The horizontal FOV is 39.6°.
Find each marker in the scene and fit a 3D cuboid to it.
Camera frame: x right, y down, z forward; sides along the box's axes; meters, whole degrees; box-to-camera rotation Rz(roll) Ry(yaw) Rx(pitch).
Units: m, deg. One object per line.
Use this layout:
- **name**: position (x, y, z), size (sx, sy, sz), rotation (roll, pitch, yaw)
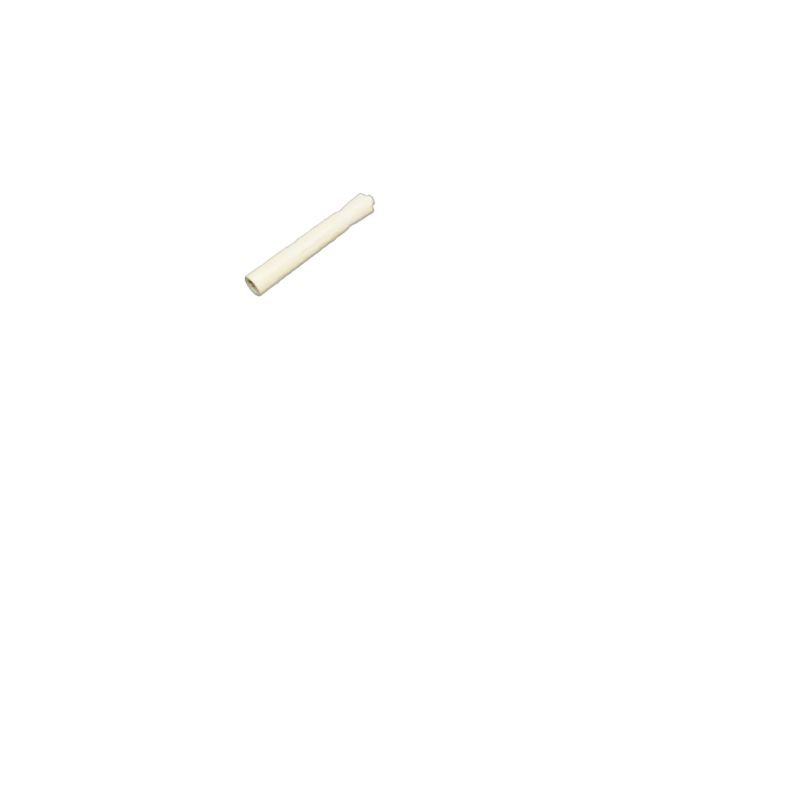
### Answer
- **marker**: position (-0.066, -0.120, 0.843), size (0.122, 0.019, 0.020), rotation (-40, 20, -21)
